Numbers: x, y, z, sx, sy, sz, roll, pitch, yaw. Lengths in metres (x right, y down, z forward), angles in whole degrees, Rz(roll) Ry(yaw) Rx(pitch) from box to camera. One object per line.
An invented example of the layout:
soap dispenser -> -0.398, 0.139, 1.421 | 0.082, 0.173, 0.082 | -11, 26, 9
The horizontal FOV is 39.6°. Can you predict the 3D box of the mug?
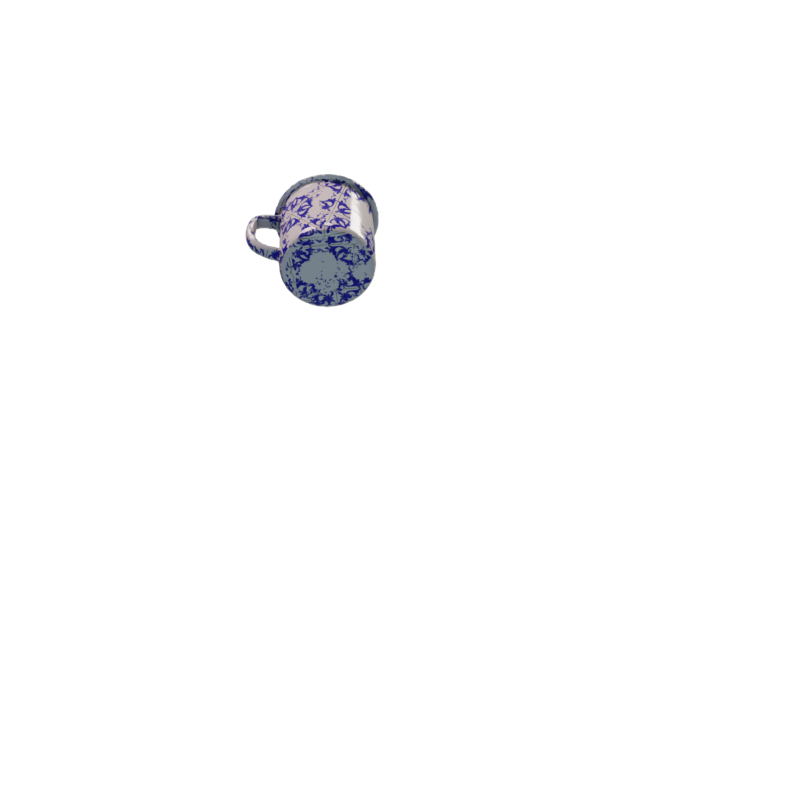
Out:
mug -> -0.075, -0.136, 0.953 | 0.116, 0.088, 0.087 | 9, 36, -8
